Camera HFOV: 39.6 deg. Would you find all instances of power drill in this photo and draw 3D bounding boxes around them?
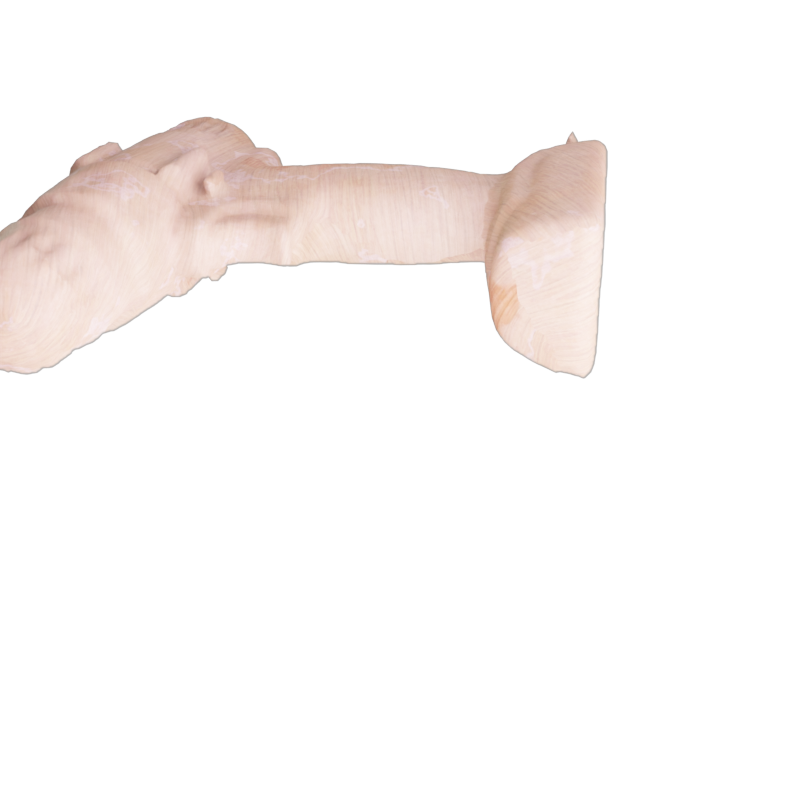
[{"bbox_3d":[-0.029,-0.052,0.367,0.192,0.054,0.190,7,28,12],"label":"power drill"}]
